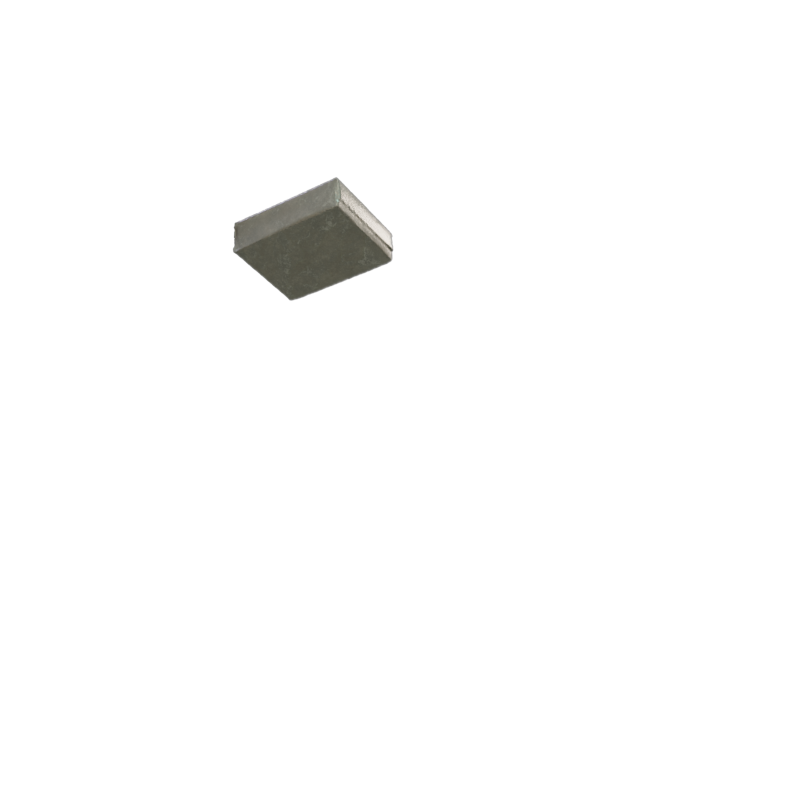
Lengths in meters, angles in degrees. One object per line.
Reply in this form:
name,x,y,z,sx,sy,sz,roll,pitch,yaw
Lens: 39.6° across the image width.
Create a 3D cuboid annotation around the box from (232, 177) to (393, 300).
box,-0.076,-0.139,0.972,0.114,0.042,0.083,-21,-41,25
